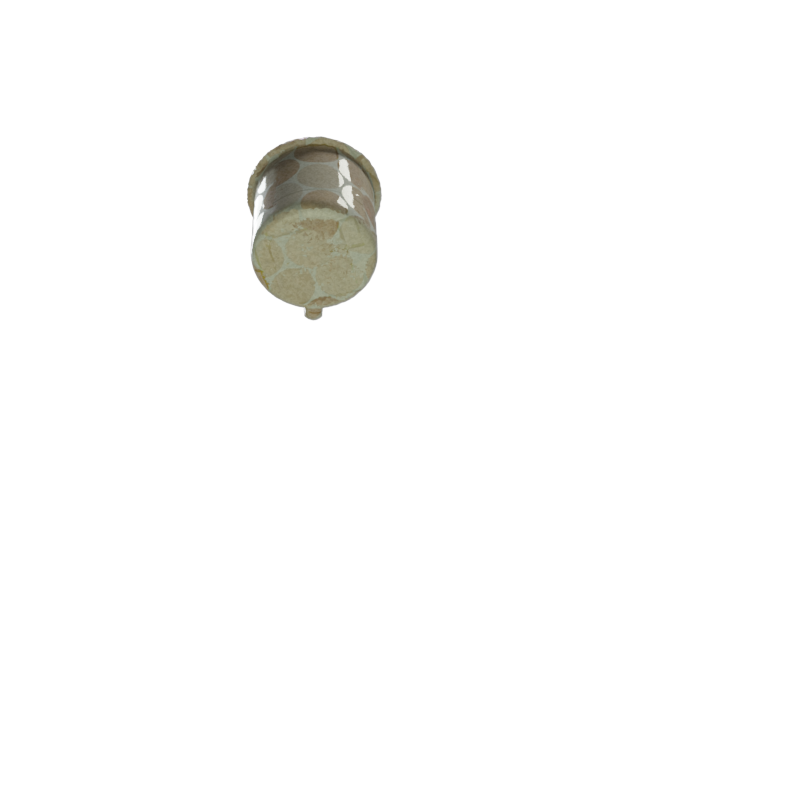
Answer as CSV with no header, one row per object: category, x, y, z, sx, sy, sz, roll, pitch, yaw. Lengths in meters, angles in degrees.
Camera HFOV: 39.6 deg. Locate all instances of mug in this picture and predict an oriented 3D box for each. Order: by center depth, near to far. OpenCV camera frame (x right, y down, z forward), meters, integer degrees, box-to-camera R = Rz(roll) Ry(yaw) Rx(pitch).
mug,-0.058,-0.106,0.742,0.093,0.110,0.087,3,37,-4
